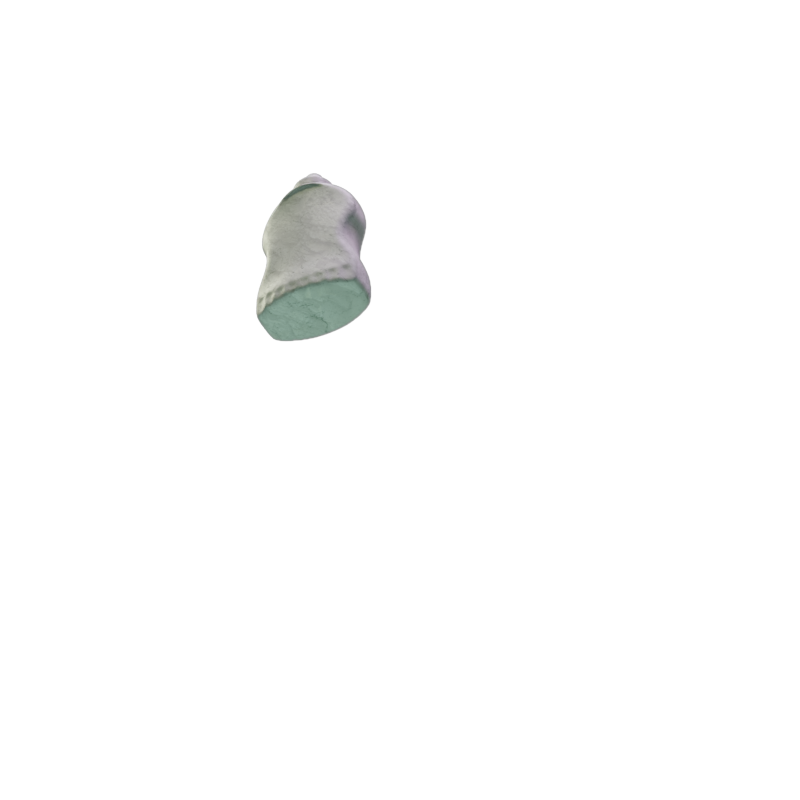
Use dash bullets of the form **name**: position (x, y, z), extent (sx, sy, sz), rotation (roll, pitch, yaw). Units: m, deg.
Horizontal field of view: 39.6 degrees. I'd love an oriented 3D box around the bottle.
- **bottle**: position (-0.077, -0.141, 0.990), extent (0.096, 0.206, 0.054), rotation (-22, -49, 16)
